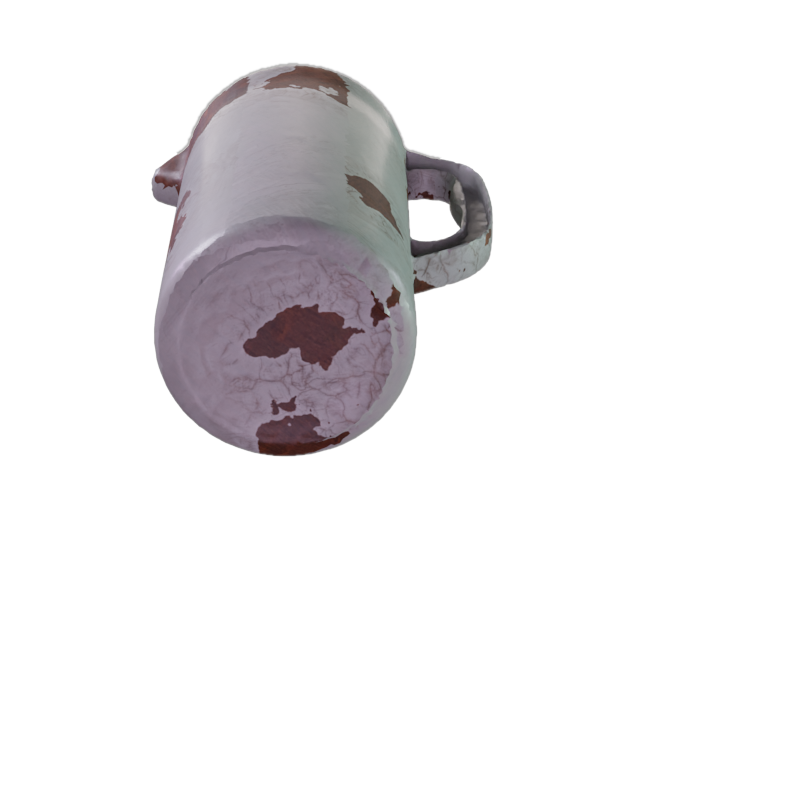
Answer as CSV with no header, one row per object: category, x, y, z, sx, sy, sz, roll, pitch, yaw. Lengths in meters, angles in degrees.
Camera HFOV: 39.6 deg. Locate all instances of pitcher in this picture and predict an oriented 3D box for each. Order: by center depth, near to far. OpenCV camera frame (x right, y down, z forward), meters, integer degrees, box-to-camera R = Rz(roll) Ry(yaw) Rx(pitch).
pitcher,-0.043,-0.079,0.555,0.148,0.139,0.257,-41,22,16
